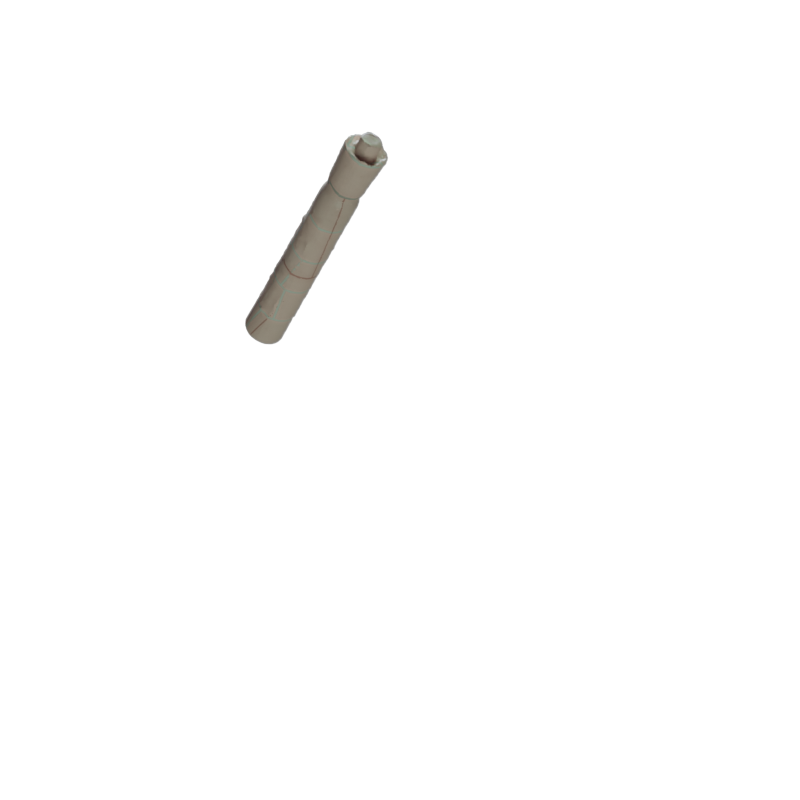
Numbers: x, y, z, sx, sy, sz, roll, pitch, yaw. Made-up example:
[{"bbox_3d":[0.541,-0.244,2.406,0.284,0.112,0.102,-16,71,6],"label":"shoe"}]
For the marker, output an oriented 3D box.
[{"bbox_3d":[-0.037,-0.067,0.472,0.019,0.021,0.116,-1,-36,-34],"label":"marker"}]
